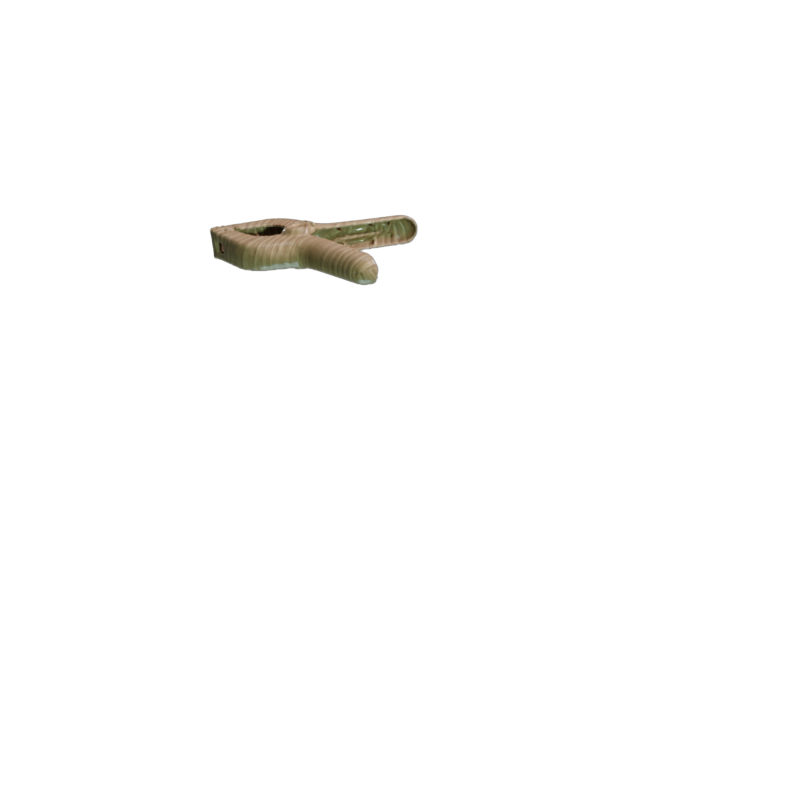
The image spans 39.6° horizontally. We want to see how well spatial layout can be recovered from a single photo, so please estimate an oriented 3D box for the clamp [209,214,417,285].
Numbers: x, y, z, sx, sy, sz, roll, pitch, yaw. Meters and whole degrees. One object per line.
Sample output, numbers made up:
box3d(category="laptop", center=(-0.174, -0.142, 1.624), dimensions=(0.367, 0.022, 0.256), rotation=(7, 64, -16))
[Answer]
box3d(category="clamp", center=(-0.072, -0.131, 0.919), dimensions=(0.179, 0.038, 0.120), rotation=(11, 23, 27))
